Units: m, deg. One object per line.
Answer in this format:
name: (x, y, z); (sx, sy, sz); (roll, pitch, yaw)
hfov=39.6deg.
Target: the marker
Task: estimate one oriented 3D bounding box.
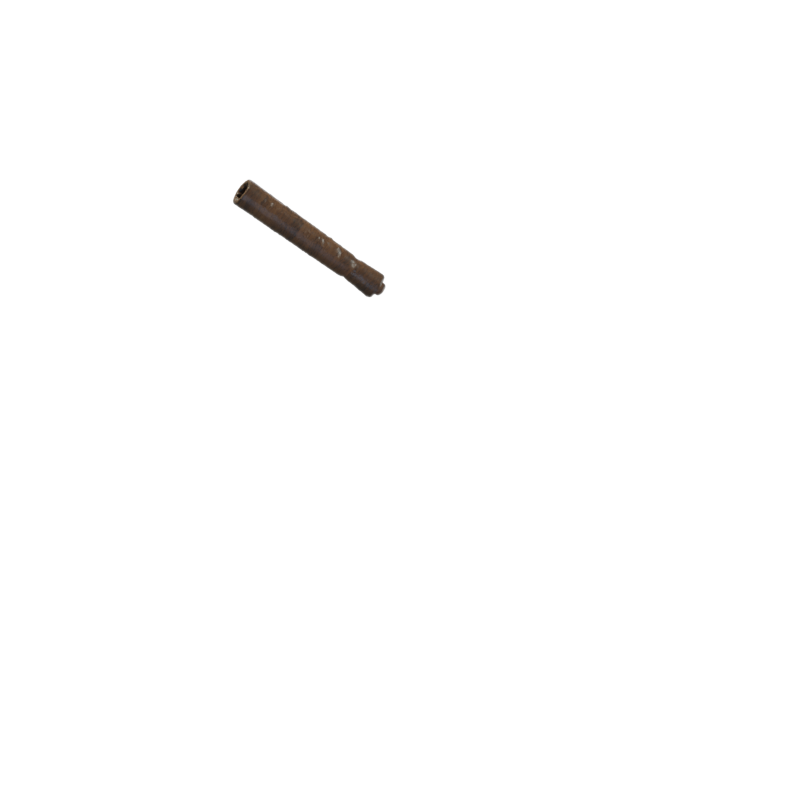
marker: (-0.057, -0.105, 0.733); (0.115, 0.020, 0.020); (33, -11, -21)
